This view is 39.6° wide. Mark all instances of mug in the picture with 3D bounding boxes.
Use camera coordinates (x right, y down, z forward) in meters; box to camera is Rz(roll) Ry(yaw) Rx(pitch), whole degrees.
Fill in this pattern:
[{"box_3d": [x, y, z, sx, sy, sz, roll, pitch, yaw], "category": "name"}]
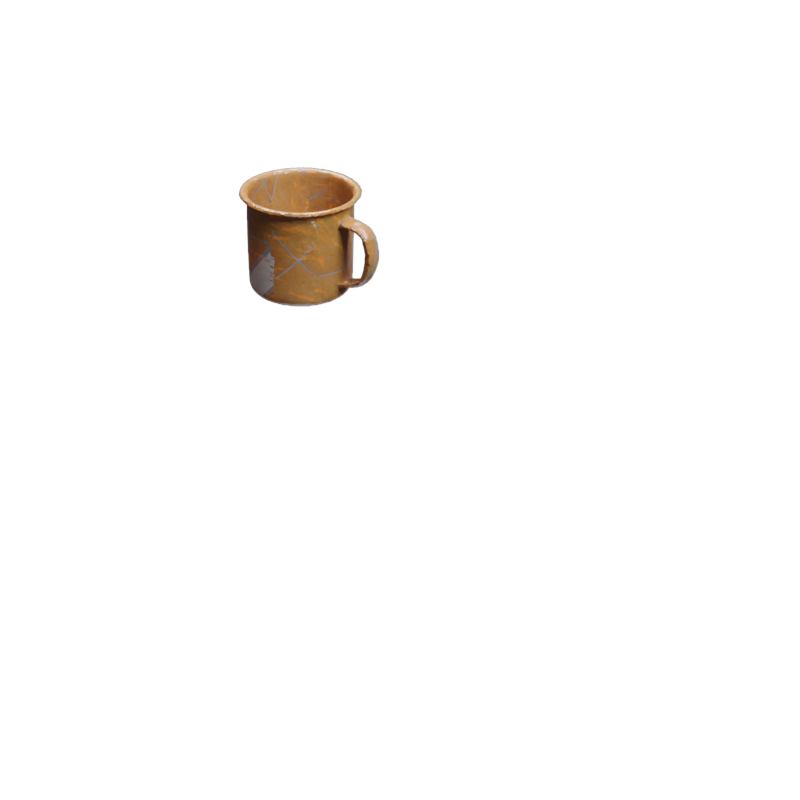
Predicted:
[{"box_3d": [-0.066, -0.121, 0.849, 0.123, 0.077, 0.094, 19, 34, 28], "category": "mug"}]
